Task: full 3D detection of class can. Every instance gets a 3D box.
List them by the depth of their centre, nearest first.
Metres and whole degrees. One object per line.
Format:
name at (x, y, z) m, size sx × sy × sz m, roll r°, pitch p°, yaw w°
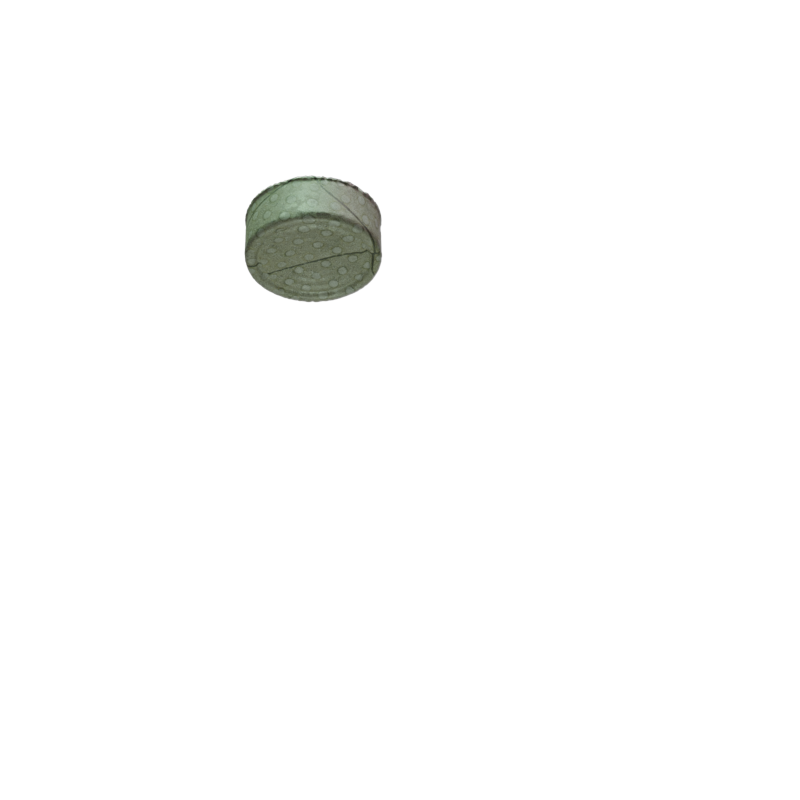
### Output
can at (-0.054, -0.098, 0.687) m, size 0.086 × 0.036 × 0.080 m, roll 1°, pitch -35°, yaw -2°
